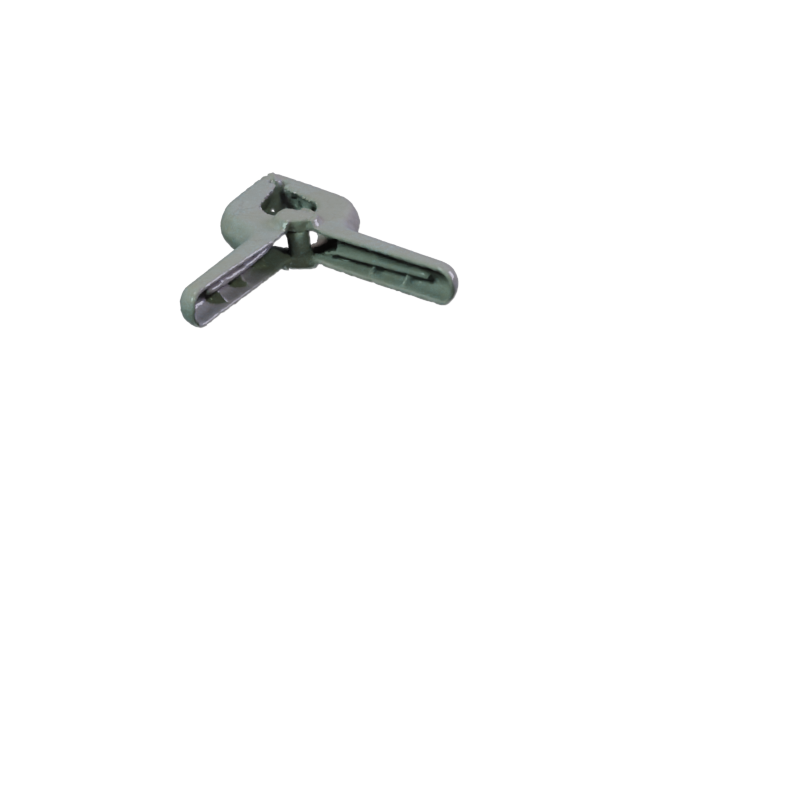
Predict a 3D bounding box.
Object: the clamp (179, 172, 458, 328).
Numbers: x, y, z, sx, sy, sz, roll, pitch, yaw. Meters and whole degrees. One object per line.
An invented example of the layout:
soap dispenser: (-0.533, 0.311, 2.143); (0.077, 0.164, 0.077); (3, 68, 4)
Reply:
clamp: (-0.057, -0.104, 0.728); (0.164, 0.034, 0.223); (-3, 28, -5)
